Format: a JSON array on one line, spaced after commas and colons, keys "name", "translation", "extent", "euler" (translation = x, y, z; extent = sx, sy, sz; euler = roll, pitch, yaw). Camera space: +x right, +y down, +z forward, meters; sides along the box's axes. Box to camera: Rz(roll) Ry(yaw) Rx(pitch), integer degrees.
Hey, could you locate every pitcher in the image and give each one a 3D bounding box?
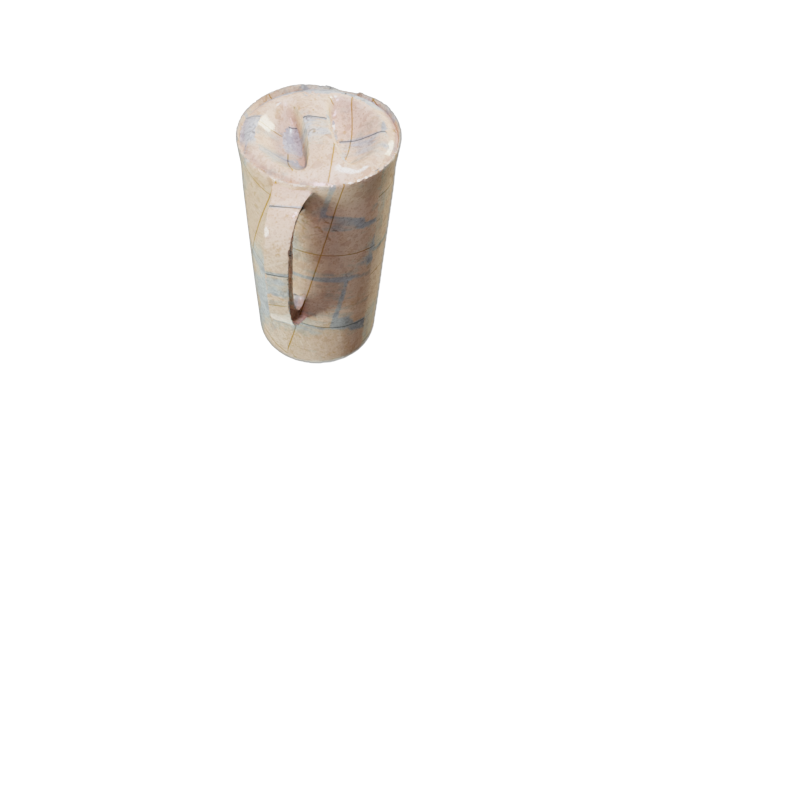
[{"name": "pitcher", "translation": [-0.075, -0.138, 0.964], "extent": [0.148, 0.156, 0.226], "euler": [-22, -37, -21]}]
